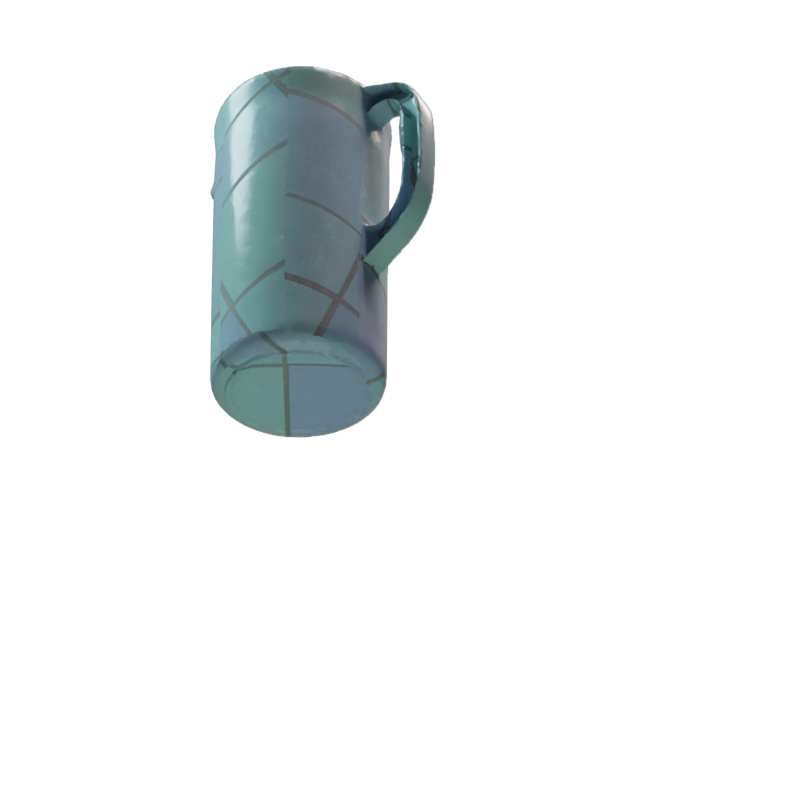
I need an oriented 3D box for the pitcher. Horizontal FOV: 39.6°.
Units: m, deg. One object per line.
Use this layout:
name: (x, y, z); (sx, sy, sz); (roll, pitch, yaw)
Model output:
pitcher: (-0.058, -0.106, 0.745); (0.143, 0.261, 0.141); (6, -40, -10)
